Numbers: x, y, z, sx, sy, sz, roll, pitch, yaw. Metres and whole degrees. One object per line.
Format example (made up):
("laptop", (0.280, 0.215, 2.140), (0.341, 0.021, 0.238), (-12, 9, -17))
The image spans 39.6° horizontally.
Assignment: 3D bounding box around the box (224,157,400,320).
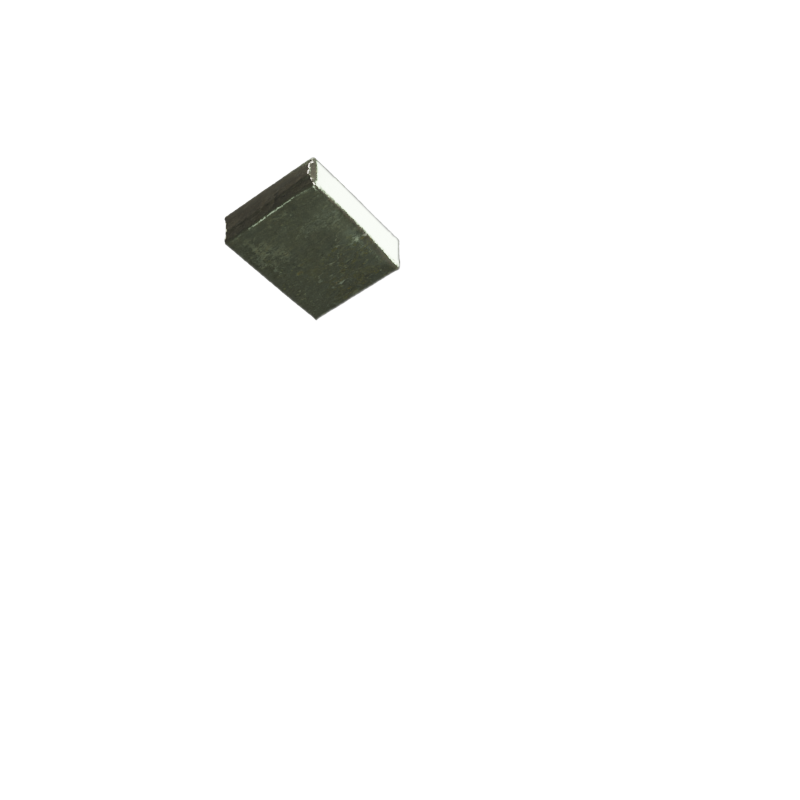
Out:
("box", (-0.067, -0.123, 0.859), (0.090, 0.042, 0.106), (-30, -54, 25))
